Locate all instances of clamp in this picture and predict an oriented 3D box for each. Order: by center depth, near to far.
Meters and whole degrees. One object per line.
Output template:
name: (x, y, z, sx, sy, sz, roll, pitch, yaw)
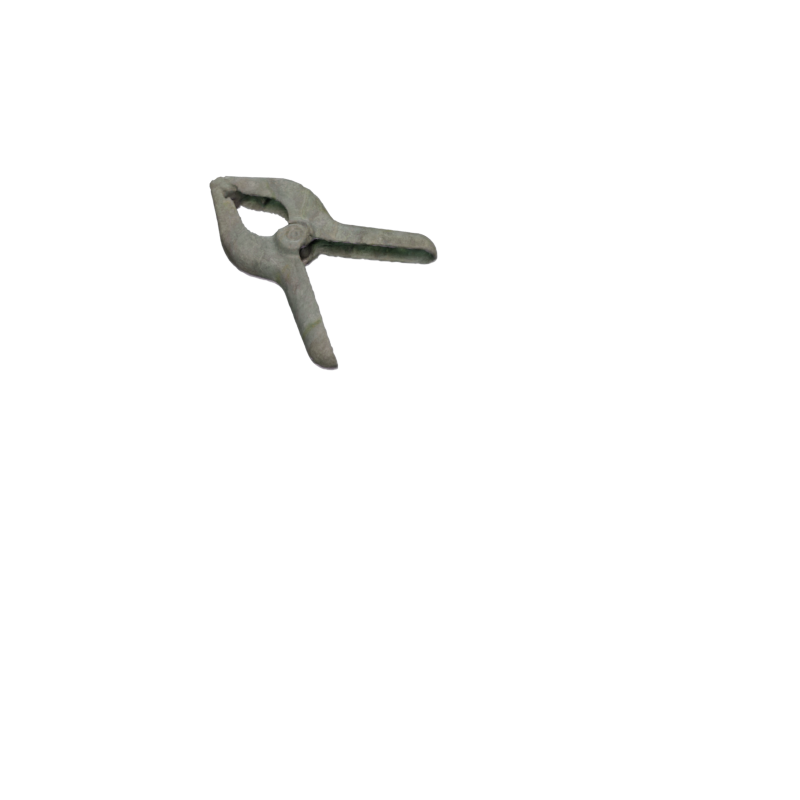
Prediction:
clamp: (-0.062, -0.113, 0.791, 0.121, 0.181, 0.037, -36, -24, -19)
